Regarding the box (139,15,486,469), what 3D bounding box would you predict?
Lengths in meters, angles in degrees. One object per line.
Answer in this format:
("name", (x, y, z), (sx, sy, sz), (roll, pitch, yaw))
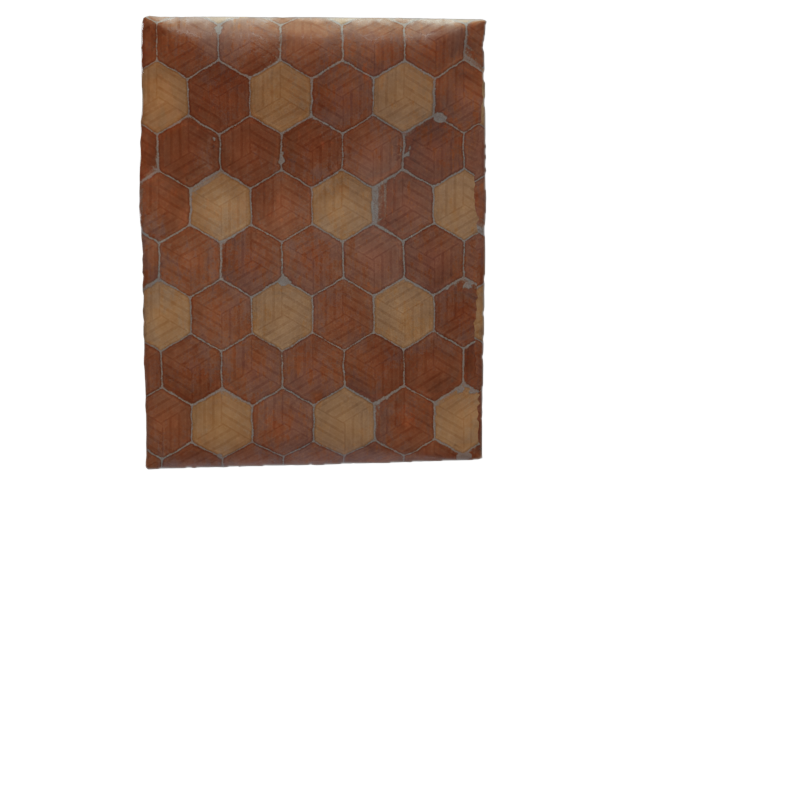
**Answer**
("box", (-0.043, -0.078, 0.544), (0.163, 0.211, 0.073), (0, 5, -3))
